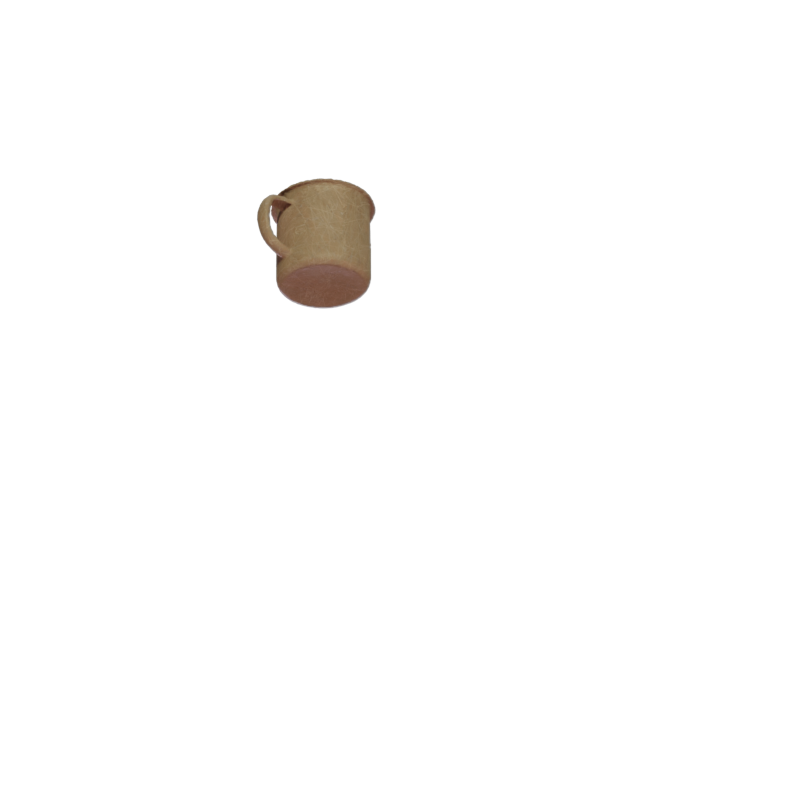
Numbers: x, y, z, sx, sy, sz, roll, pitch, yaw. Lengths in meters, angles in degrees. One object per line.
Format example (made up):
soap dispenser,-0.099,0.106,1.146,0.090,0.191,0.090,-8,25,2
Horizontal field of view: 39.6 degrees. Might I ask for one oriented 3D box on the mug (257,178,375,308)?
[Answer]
mug,-0.075,-0.137,0.959,0.093,0.087,0.110,-28,-39,37
